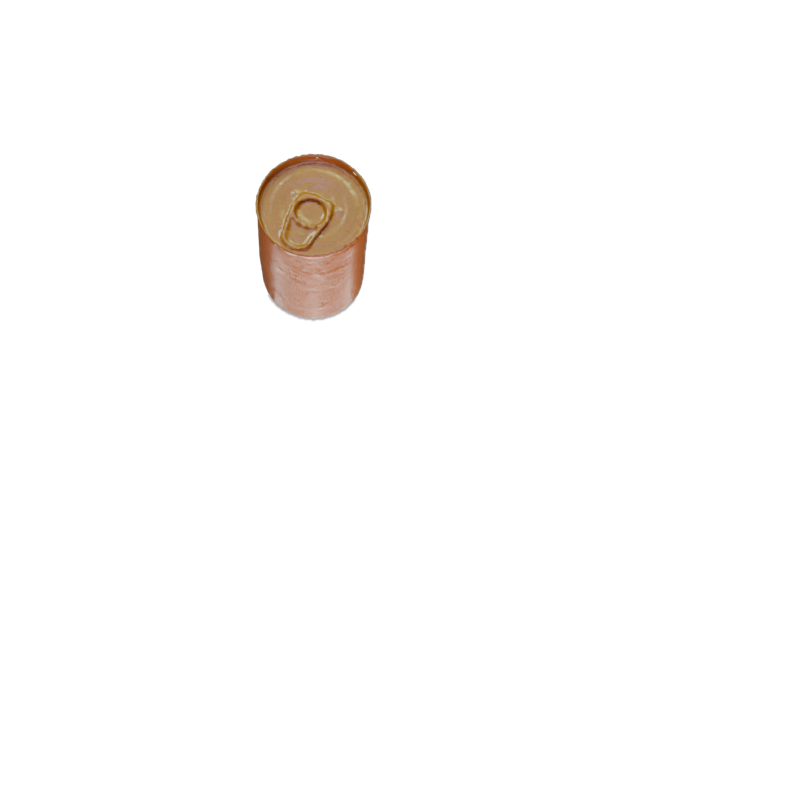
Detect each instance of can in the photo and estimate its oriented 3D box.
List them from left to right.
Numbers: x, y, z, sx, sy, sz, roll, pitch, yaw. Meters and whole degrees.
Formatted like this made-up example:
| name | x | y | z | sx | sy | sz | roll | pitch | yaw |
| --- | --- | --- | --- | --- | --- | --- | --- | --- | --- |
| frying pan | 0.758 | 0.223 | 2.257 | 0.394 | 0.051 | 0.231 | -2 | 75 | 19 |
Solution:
| name | x | y | z | sx | sy | sz | roll | pitch | yaw |
| --- | --- | --- | --- | --- | --- | --- | --- | --- | --- |
| can | -0.054 | -0.099 | 0.691 | 0.068 | 0.072 | 0.097 | 0 | -21 | -3 |
